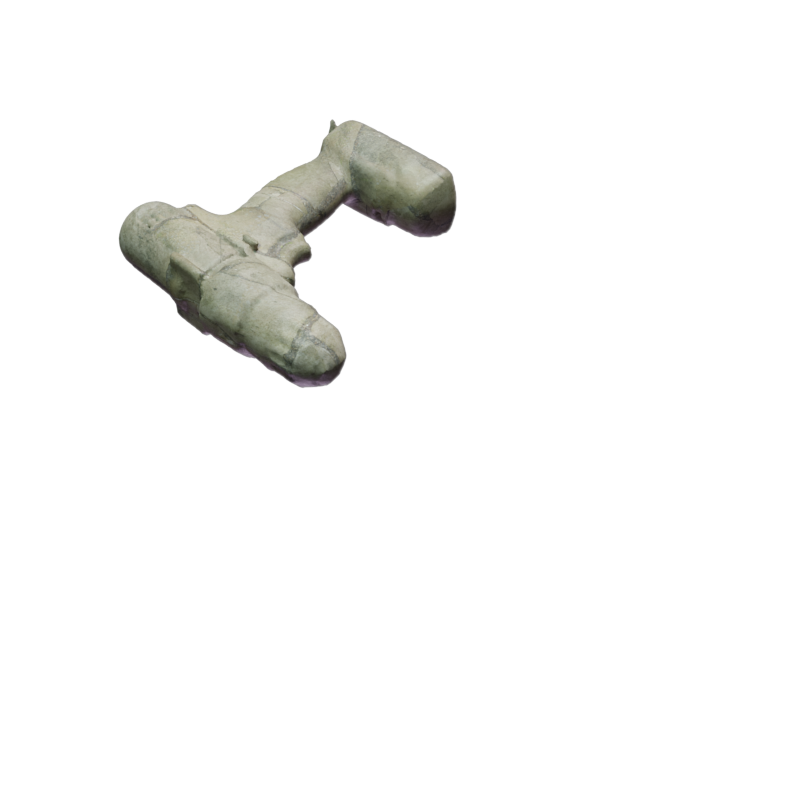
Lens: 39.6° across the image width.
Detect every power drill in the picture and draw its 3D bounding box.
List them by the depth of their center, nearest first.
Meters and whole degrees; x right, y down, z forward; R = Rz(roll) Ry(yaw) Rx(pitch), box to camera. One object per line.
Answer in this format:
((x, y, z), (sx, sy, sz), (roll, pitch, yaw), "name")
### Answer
((-0.054, -0.098, 0.687), (0.188, 0.053, 0.197), (-33, 52, -31), "power drill")
